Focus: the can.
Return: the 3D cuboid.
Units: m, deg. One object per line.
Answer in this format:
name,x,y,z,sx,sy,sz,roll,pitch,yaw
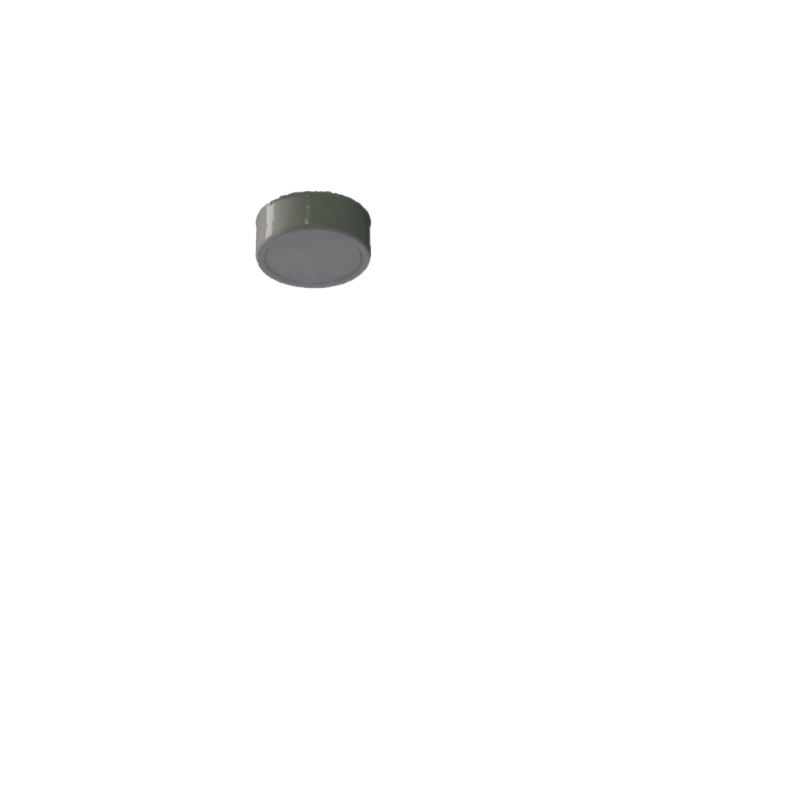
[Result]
can,-0.064,-0.116,0.814,0.086,0.036,0.081,1,-26,-2
